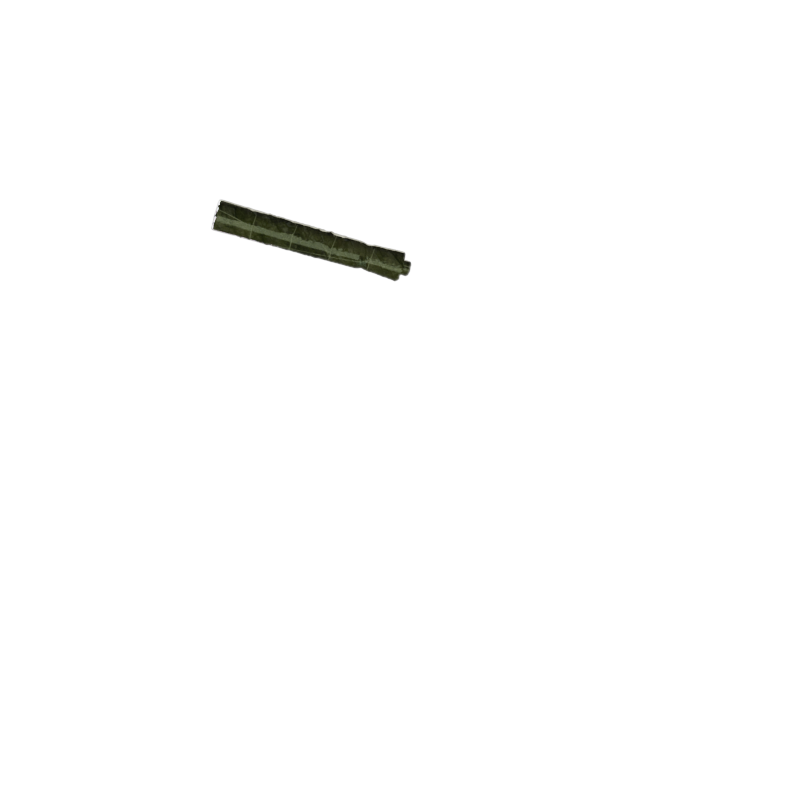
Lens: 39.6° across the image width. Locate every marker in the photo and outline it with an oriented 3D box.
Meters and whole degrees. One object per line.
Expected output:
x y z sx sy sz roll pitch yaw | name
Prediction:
-0.052 -0.094 0.659 0.119 0.020 0.020 15 1 -8 | marker
